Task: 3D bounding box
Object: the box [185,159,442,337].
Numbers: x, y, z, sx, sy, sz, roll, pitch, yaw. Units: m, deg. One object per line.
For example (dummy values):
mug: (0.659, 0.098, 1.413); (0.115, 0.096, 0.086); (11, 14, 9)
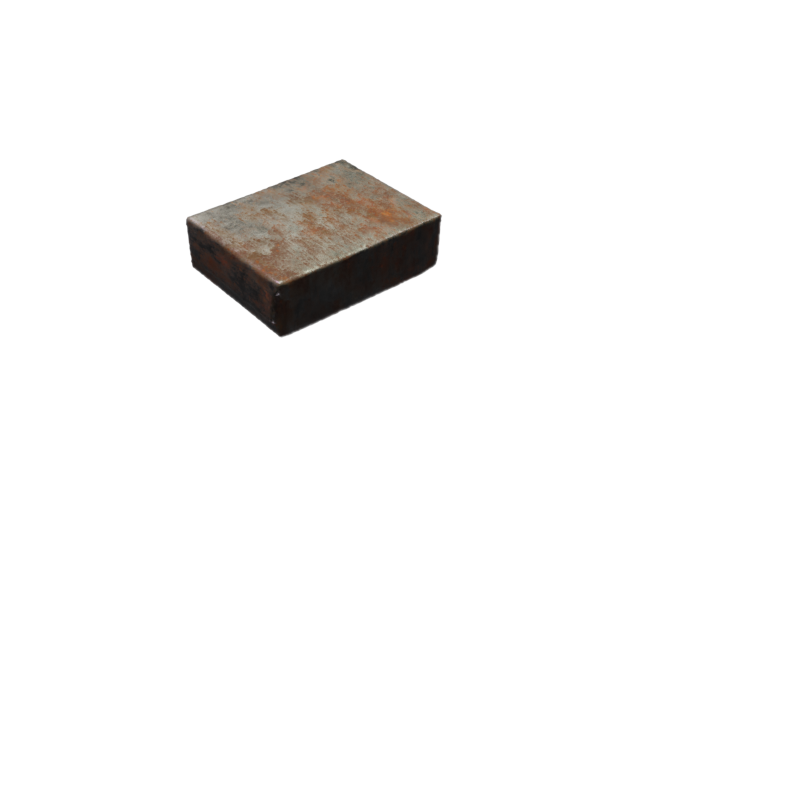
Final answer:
box: (-0.048, -0.088, 0.613); (0.113, 0.036, 0.097); (-25, 43, -30)
